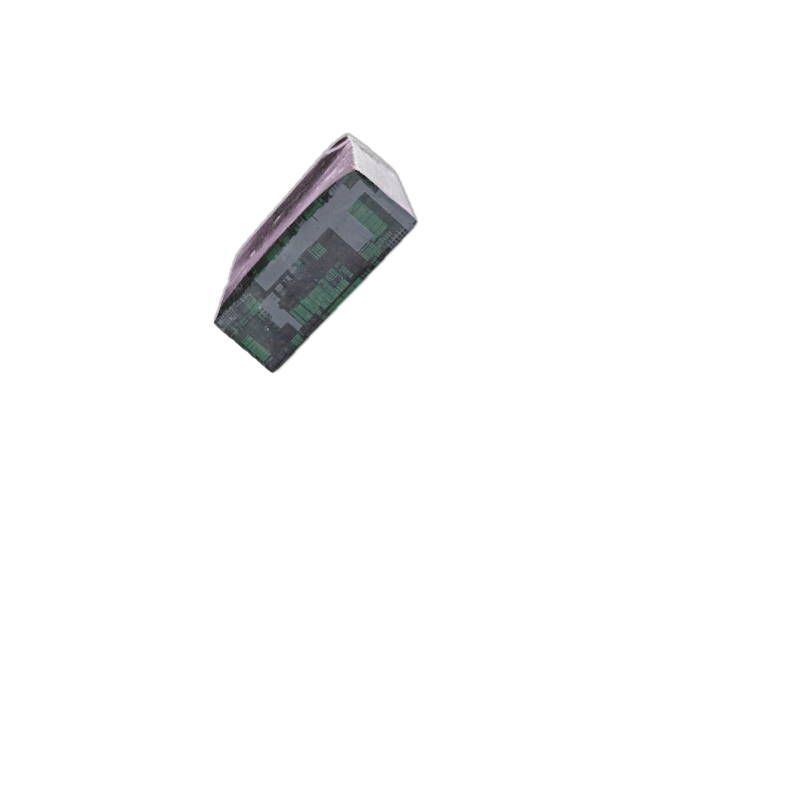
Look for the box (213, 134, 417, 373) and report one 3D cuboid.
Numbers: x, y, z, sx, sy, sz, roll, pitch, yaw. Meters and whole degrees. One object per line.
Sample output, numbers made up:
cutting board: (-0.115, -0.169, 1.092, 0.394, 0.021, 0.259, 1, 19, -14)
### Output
box: (-0.073, -0.133, 0.930, 0.070, 0.163, 0.223, 41, 12, -16)
